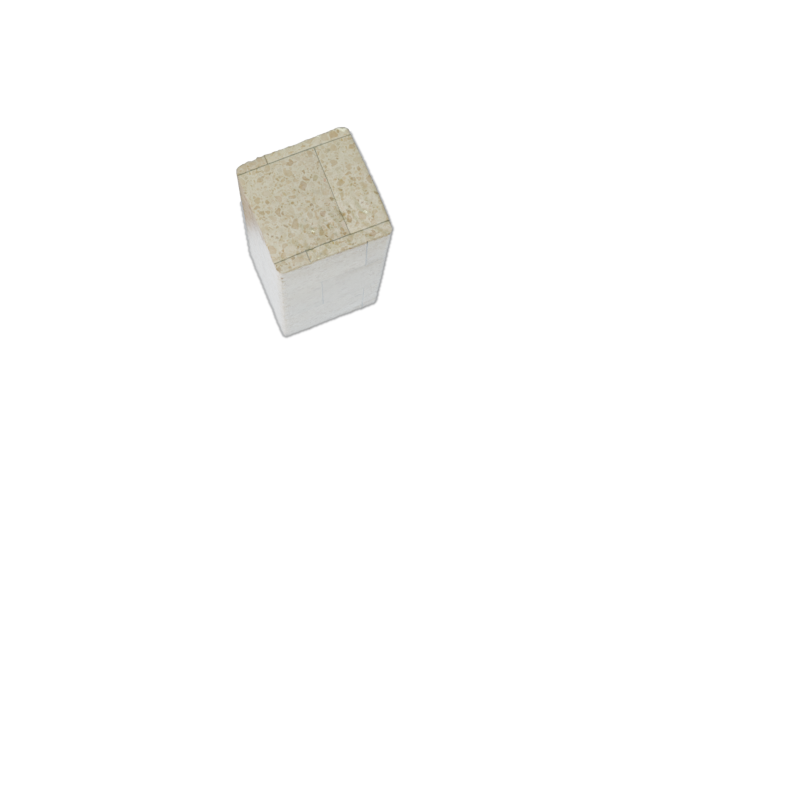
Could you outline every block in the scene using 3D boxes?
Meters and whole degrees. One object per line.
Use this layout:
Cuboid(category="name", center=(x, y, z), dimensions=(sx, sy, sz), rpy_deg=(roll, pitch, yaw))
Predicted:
Cuboid(category="block", center=(-0.069, -0.127, 0.886), dimensions=(0.090, 0.093, 0.200), rpy_deg=(-22, -8, -7))
